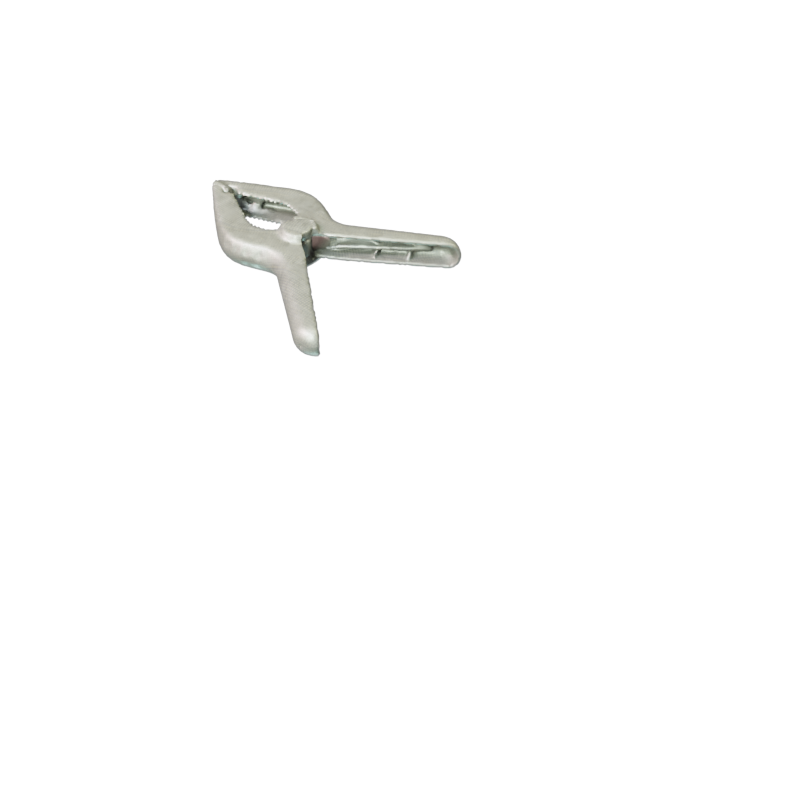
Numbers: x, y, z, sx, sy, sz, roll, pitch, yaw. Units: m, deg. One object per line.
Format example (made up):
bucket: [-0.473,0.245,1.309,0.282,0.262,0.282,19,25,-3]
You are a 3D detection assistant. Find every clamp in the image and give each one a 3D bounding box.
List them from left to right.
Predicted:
clamp: [-0.069,-0.125,0.876,0.164,0.034,0.226,-27,47,-28]
